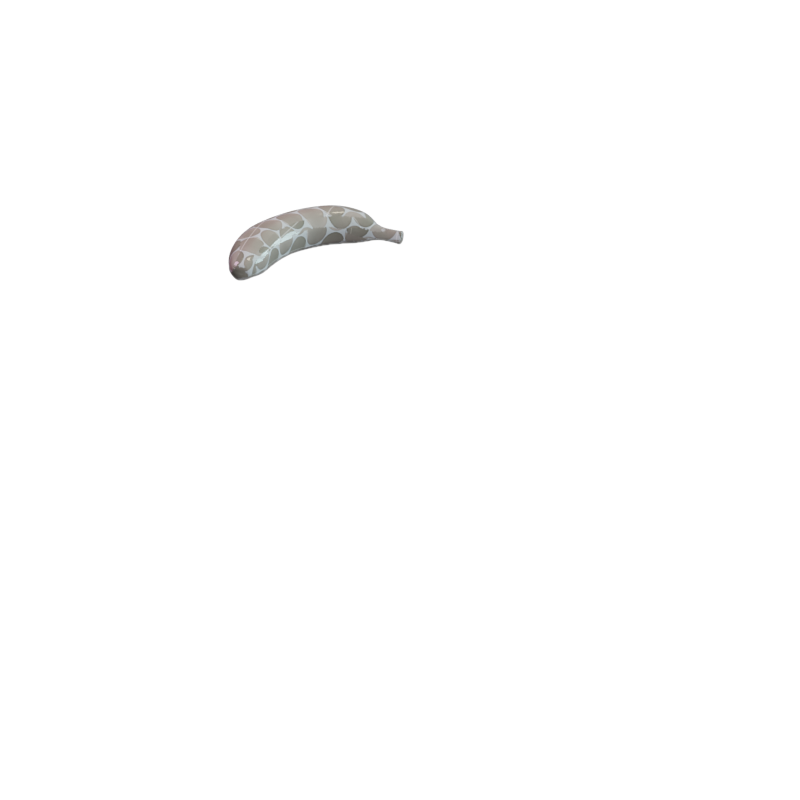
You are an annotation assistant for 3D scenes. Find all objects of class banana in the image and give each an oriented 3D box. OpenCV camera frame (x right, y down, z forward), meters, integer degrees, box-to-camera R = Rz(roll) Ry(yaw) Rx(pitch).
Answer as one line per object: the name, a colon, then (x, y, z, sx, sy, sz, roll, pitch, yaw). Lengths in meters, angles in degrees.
banana: (-0.085, -0.140, 0.953, 0.074, 0.035, 0.195, 19, 29, 39)
